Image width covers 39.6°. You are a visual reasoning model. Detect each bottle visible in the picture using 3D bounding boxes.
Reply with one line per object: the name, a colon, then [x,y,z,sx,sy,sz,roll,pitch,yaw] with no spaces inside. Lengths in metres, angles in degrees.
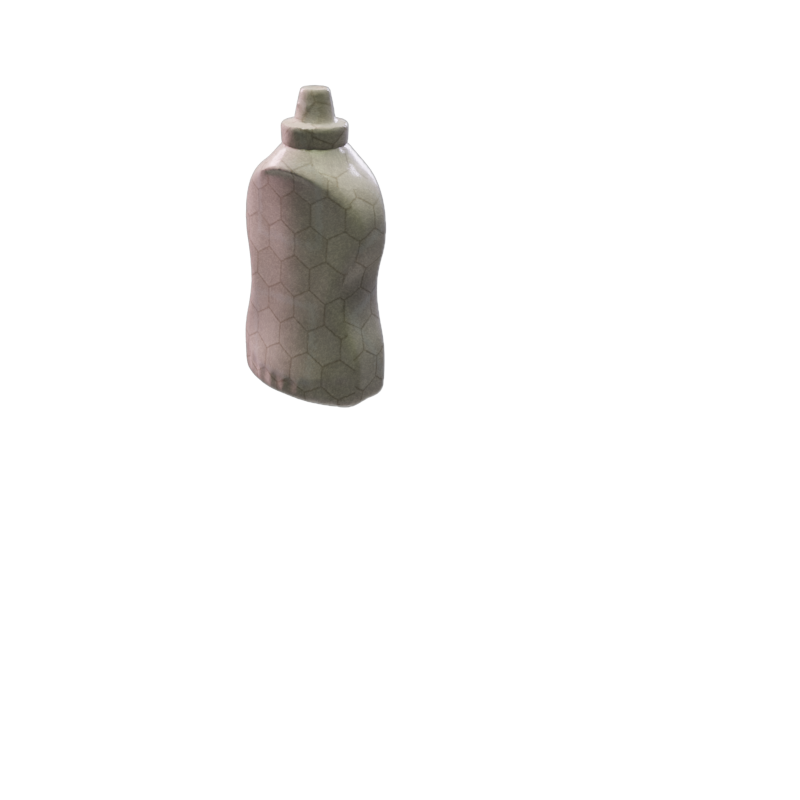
bottle: [-0.053,-0.098,0.685,0.102,0.184,0.057,18,25,39]
